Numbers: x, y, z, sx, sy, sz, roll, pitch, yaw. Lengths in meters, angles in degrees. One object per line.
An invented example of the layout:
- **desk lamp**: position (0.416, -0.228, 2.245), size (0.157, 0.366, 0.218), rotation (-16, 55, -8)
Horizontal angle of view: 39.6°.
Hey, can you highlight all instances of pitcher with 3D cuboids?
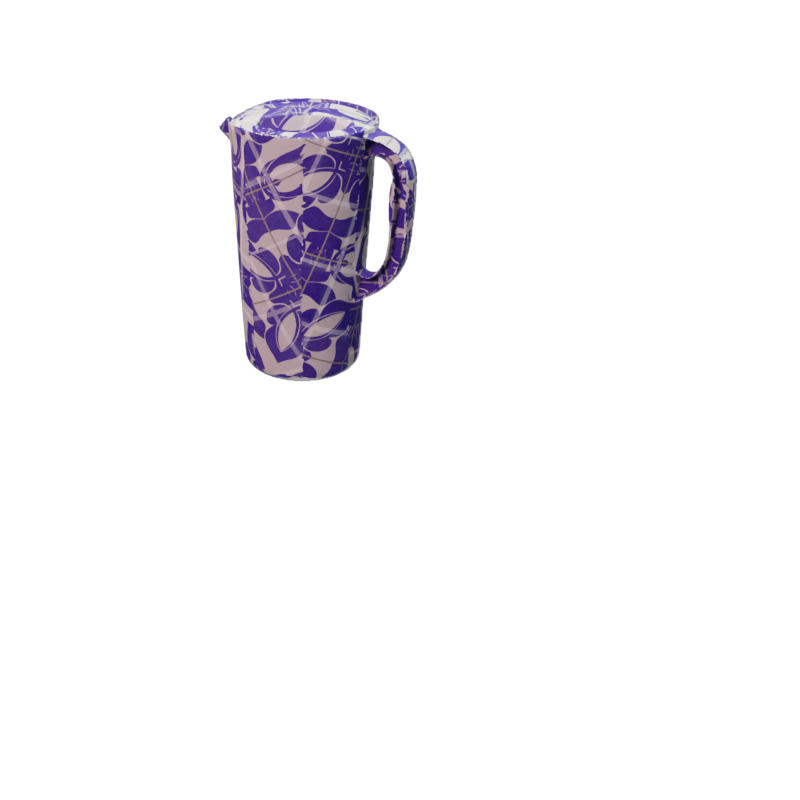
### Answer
- **pitcher**: position (-0.078, -0.143, 0.998), size (0.142, 0.231, 0.160), rotation (-8, 26, -19)
